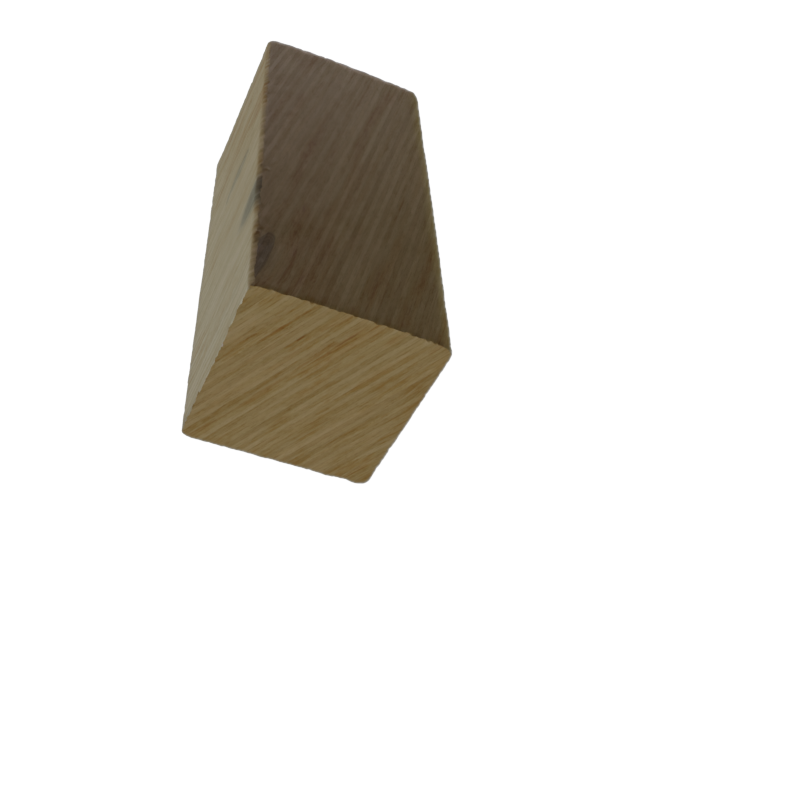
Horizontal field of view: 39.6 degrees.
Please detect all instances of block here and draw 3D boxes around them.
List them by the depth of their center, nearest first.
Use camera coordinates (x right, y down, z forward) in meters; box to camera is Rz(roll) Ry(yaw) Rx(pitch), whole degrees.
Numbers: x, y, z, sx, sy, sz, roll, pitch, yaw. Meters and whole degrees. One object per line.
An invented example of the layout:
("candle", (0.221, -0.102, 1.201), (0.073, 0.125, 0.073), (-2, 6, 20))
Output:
("block", (-0.041, -0.077, 0.538), (0.087, 0.087, 0.221), (17, 38, -18))
